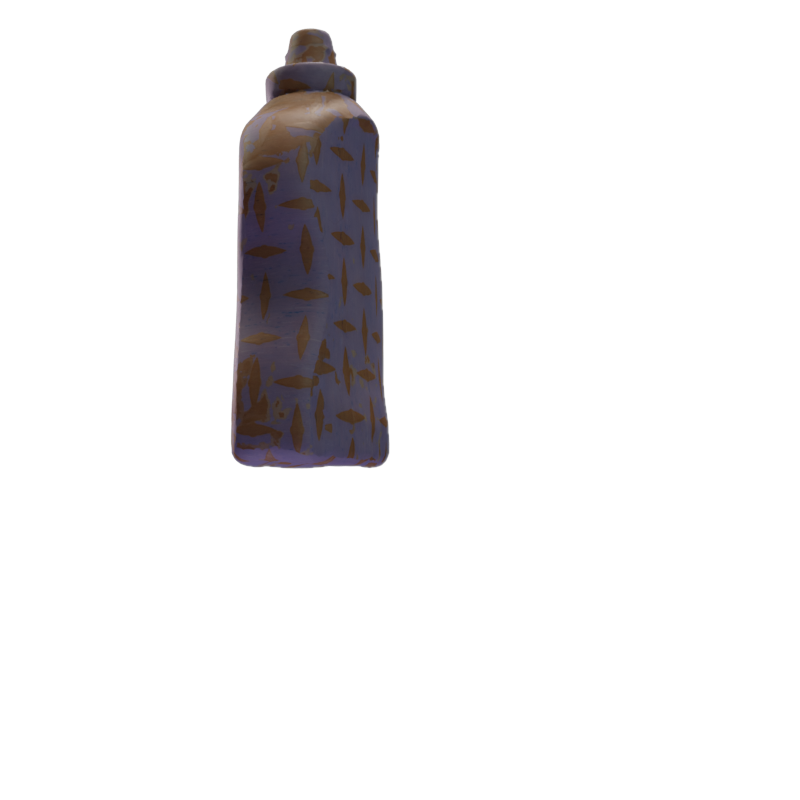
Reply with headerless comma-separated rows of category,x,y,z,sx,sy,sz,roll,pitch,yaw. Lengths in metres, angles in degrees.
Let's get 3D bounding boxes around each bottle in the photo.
bottle,-0.038,-0.069,0.480,0.060,0.197,0.091,-5,-12,20
